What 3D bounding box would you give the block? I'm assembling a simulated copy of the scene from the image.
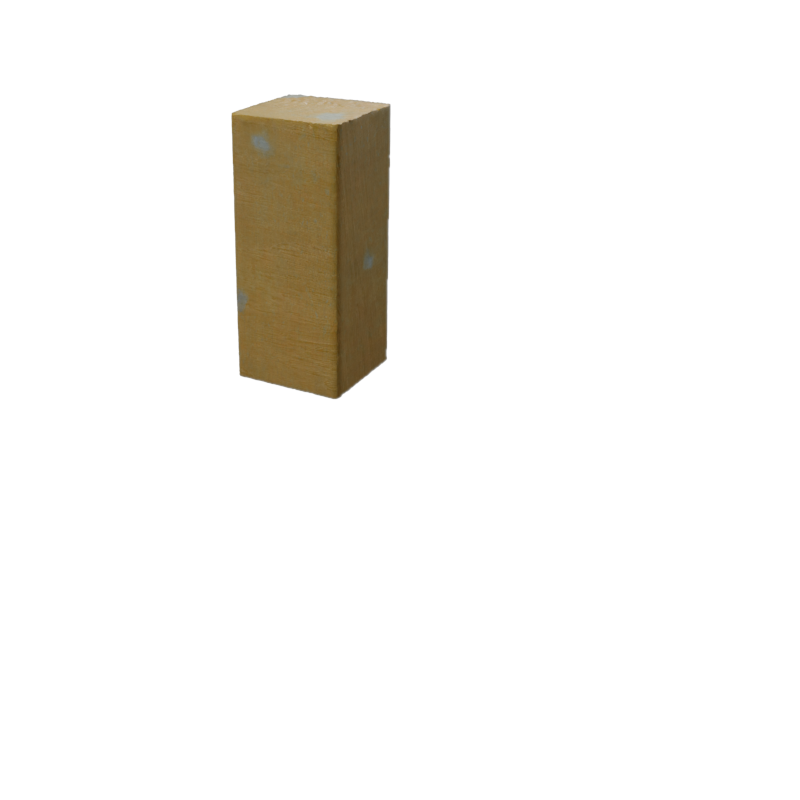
[{"bbox_3d":[-0.066,-0.120,0.840,0.094,0.197,0.090,11,22,25],"label":"block"}]
